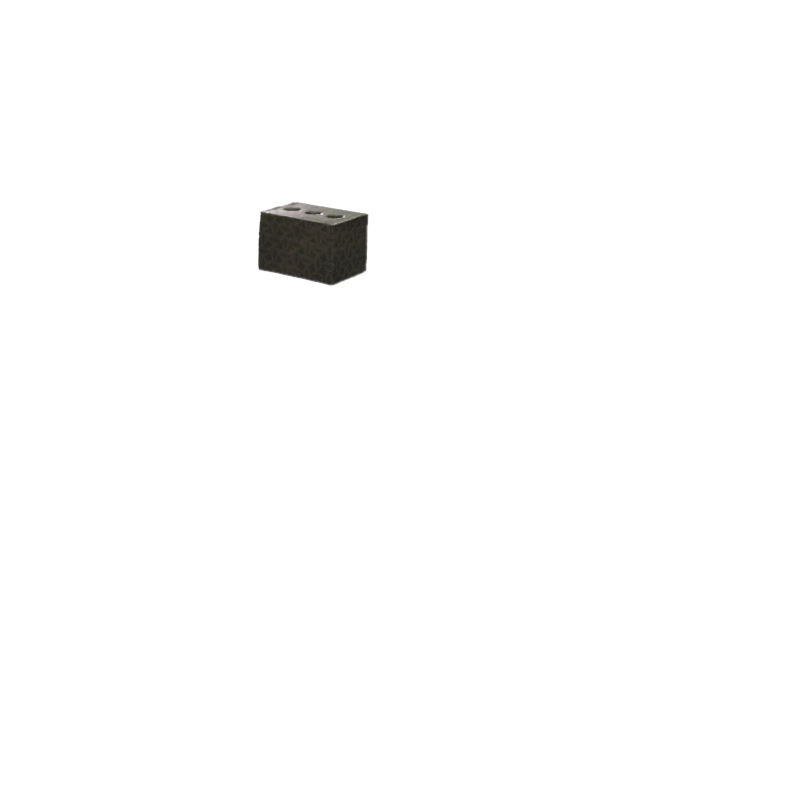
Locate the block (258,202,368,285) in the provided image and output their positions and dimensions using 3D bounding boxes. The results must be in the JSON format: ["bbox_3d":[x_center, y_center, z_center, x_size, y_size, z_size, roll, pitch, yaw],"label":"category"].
[{"bbox_3d":[-0.072,-0.131,0.919,0.082,0.049,0.052,14,23,32],"label":"block"}]
